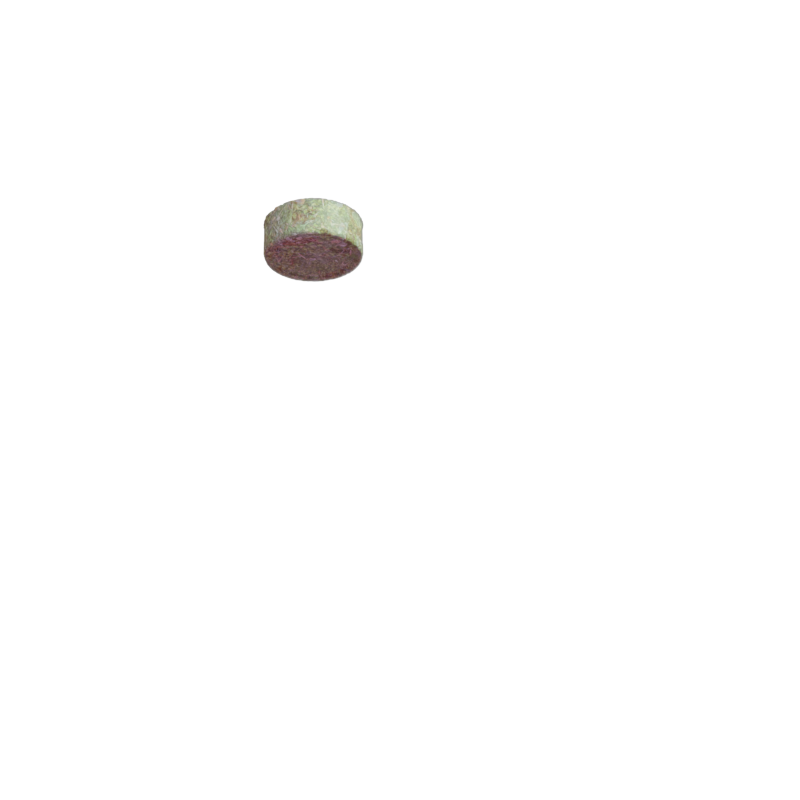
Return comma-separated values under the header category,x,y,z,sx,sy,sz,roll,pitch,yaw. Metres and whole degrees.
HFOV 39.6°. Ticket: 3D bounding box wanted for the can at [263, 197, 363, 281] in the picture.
category,x,y,z,sx,sy,sz,roll,pitch,yaw
can,-0.074,-0.135,0.946,0.086,0.036,0.081,1,-26,-2
